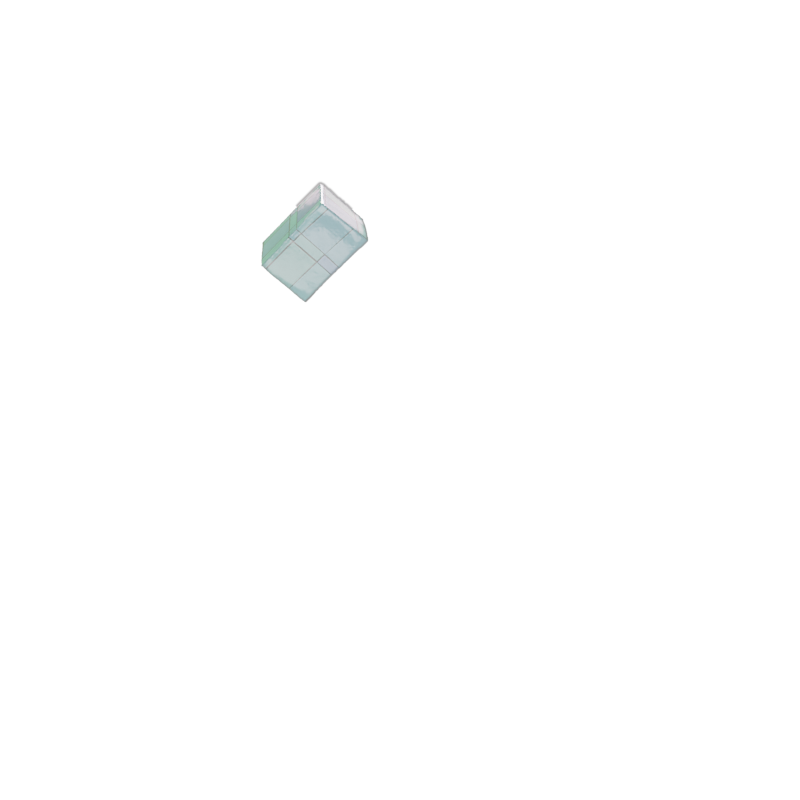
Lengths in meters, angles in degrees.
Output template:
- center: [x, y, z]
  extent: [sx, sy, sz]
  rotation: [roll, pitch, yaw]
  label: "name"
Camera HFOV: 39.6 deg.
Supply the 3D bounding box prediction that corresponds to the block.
- center: [-0.073, -0.133, 0.932]
  extent: [0.050, 0.077, 0.054]
  rotation: [41, 19, -20]
  label: "block"
